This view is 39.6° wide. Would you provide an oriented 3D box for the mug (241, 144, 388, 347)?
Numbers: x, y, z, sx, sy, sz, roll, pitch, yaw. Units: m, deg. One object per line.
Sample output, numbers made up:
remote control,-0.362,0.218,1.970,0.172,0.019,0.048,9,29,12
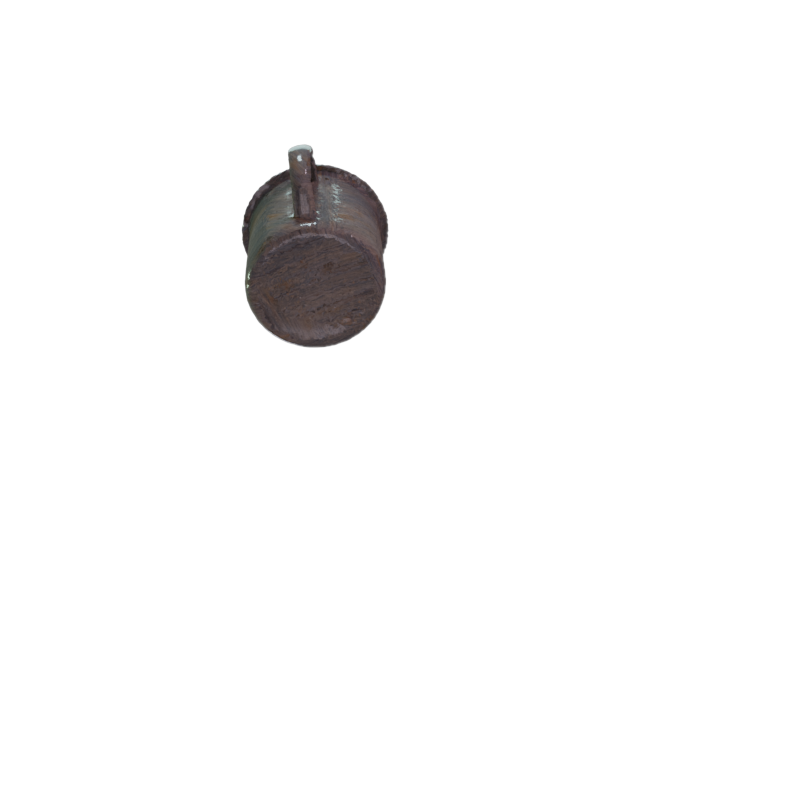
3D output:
mug,-0.052,-0.095,0.663,0.093,0.110,0.086,-4,28,0
